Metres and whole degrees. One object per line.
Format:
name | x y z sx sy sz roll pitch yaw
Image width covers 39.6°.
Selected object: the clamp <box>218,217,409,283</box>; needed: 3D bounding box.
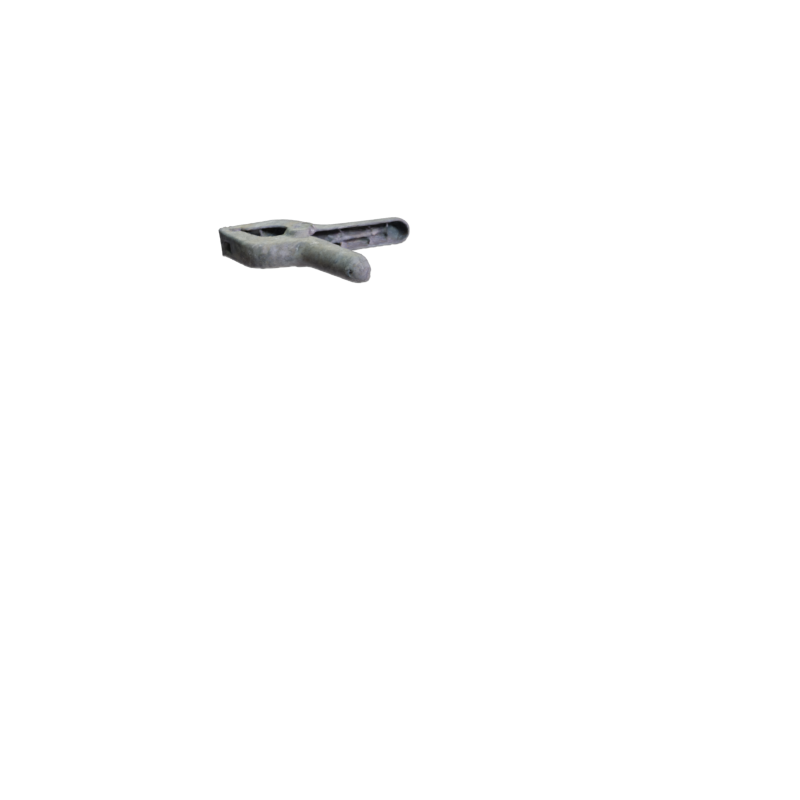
clamp | -0.078 -0.143 1.000 0.179 0.038 0.120 12 25 27
